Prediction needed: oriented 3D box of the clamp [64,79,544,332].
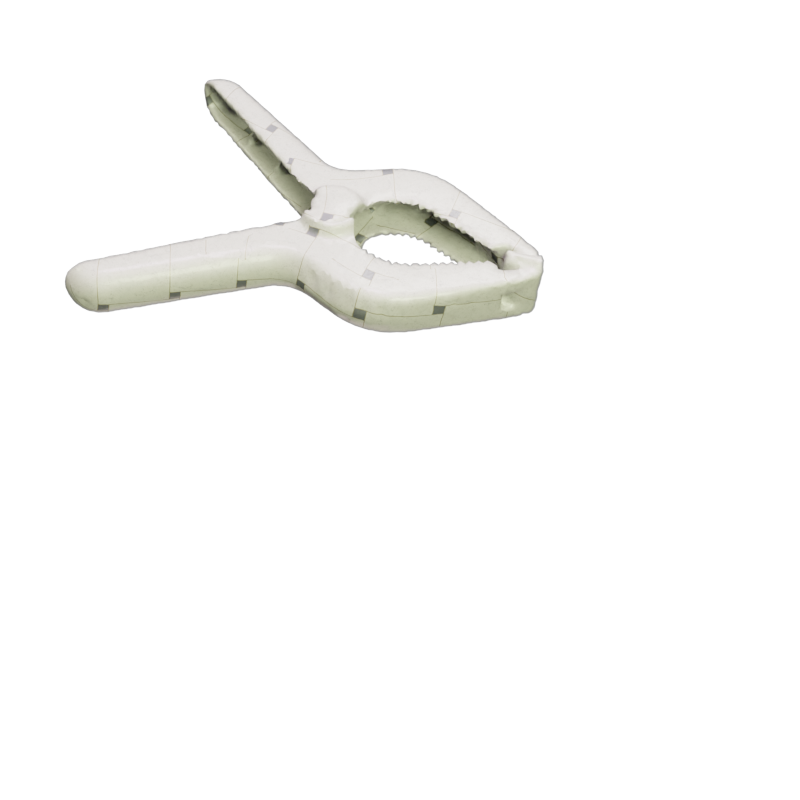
[{"bbox_3d":[-0.041,-0.075,0.525,0.218,0.170,0.034,21,-37,17],"label":"clamp"}]
